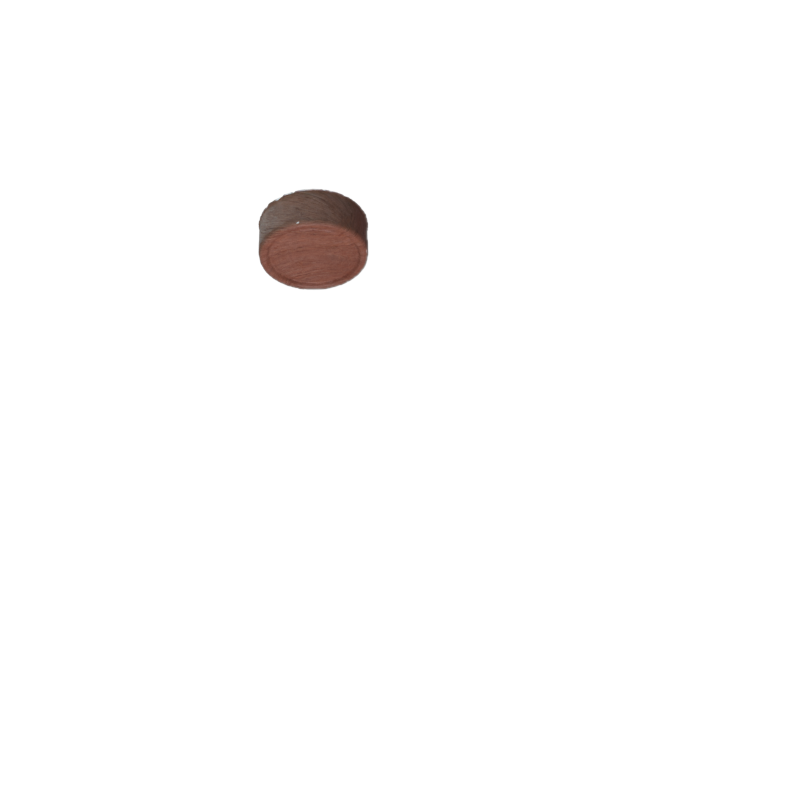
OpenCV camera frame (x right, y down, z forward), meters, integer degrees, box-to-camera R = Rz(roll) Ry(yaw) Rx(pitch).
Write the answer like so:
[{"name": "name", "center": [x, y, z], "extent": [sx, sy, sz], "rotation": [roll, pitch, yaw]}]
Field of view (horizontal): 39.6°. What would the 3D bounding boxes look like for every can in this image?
[{"name": "can", "center": [-0.067, -0.122, 0.858], "extent": [0.086, 0.036, 0.080], "rotation": [1, -34, -2]}]
